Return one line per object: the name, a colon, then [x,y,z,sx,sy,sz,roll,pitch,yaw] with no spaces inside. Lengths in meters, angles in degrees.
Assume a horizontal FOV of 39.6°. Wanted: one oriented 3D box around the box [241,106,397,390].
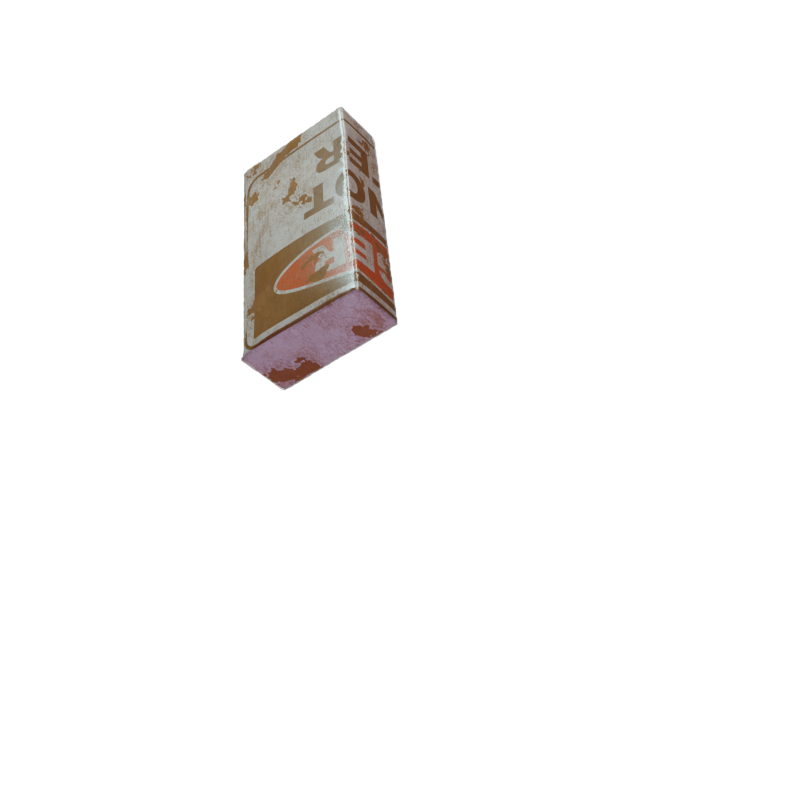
box: [-0.056,-0.102,0.713,0.093,0.189,0.045,-29,-49,24]
